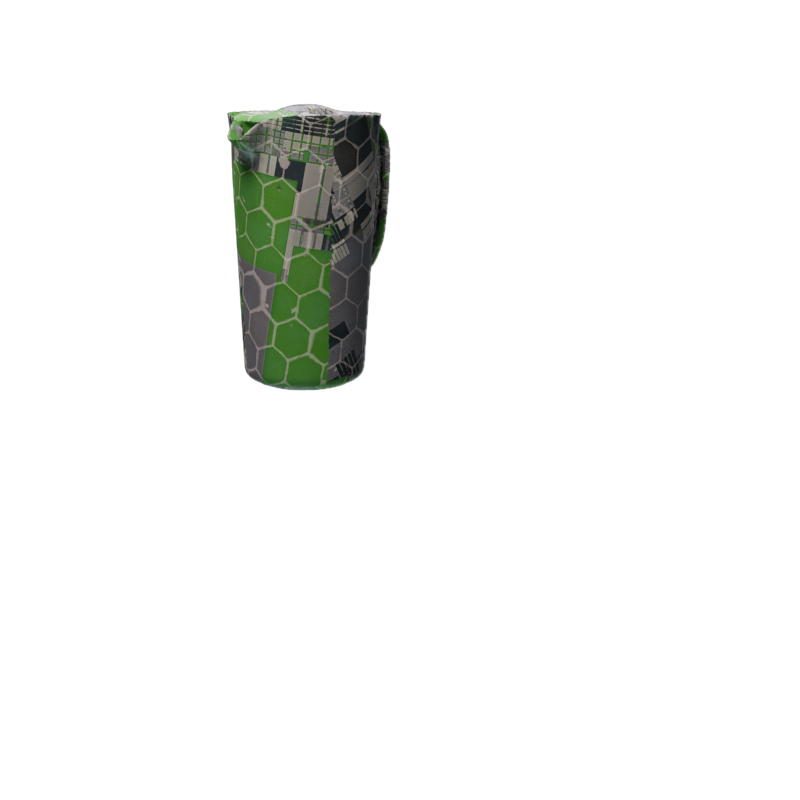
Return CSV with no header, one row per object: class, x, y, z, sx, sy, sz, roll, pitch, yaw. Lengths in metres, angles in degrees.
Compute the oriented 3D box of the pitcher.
pitcher,-0.077,-0.141,0.984,0.148,0.237,0.149,0,11,-5
